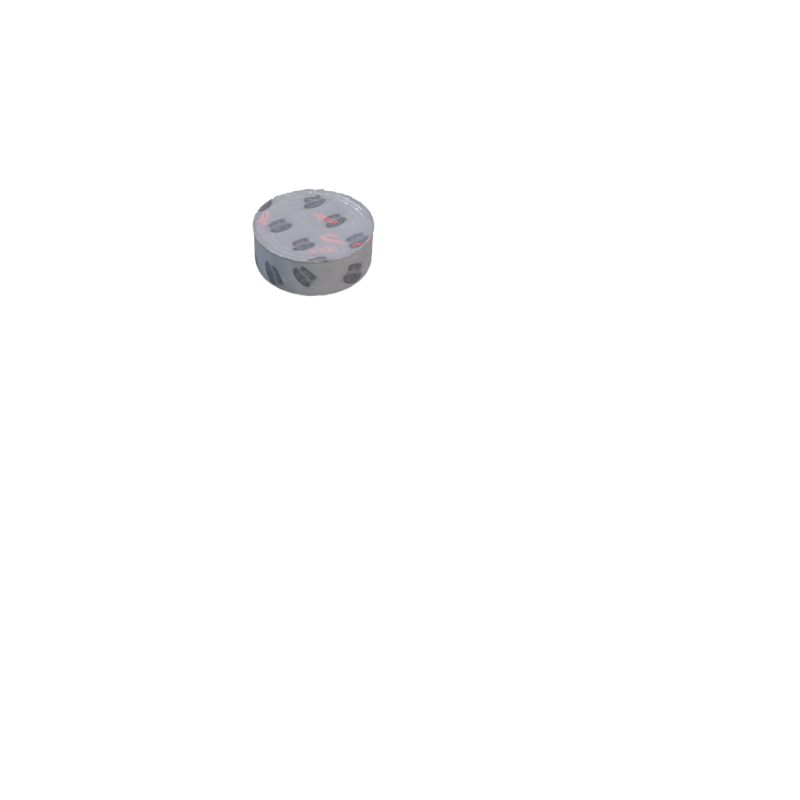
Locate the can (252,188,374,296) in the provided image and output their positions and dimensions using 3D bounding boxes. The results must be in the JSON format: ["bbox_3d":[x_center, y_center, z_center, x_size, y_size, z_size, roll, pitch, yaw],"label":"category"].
[{"bbox_3d":[-0.062,-0.113,0.790,0.086,0.031,0.092,-1,42,-2],"label":"can"}]
